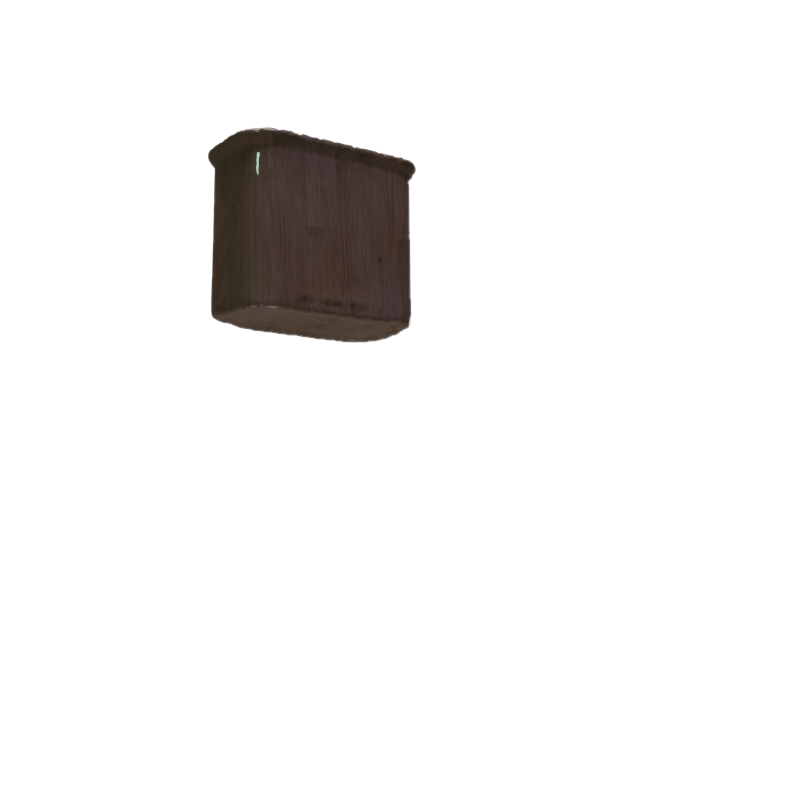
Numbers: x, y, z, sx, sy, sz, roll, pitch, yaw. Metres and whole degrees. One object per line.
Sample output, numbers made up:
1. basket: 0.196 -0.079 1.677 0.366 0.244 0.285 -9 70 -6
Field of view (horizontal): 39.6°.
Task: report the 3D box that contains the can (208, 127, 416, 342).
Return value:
1. can: -0.042 -0.077 0.536 0.097 0.087 0.058 7 -16 -33
